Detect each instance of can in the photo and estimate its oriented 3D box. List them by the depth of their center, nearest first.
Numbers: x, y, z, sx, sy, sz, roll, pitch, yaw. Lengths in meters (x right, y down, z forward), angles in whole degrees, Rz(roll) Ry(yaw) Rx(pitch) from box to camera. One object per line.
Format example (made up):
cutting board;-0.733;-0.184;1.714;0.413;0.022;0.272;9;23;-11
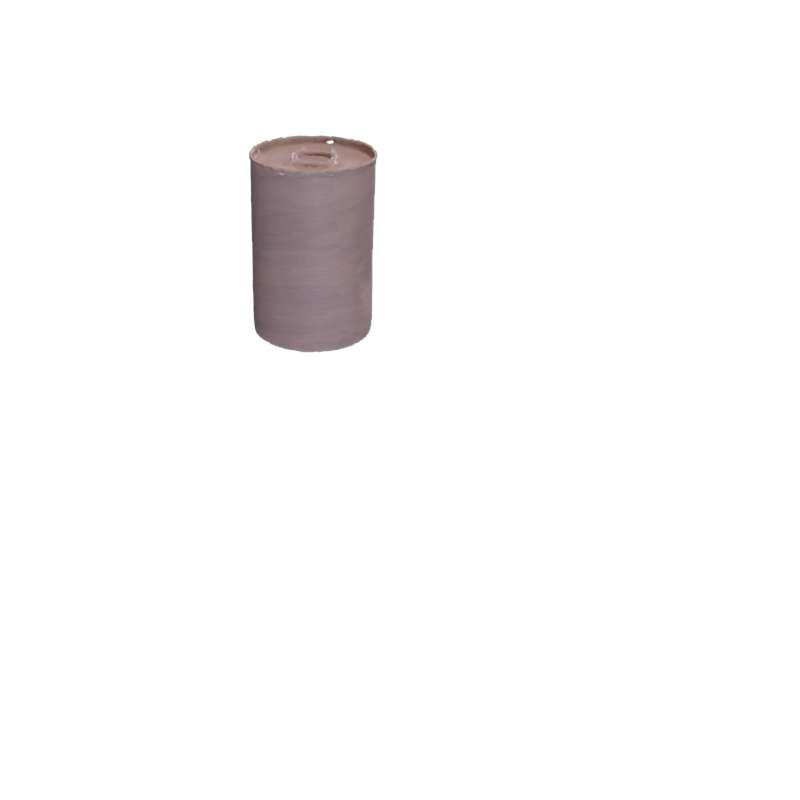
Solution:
can;-0.047;-0.086;0.602;0.068;0.097;0.072;0;24;-2
